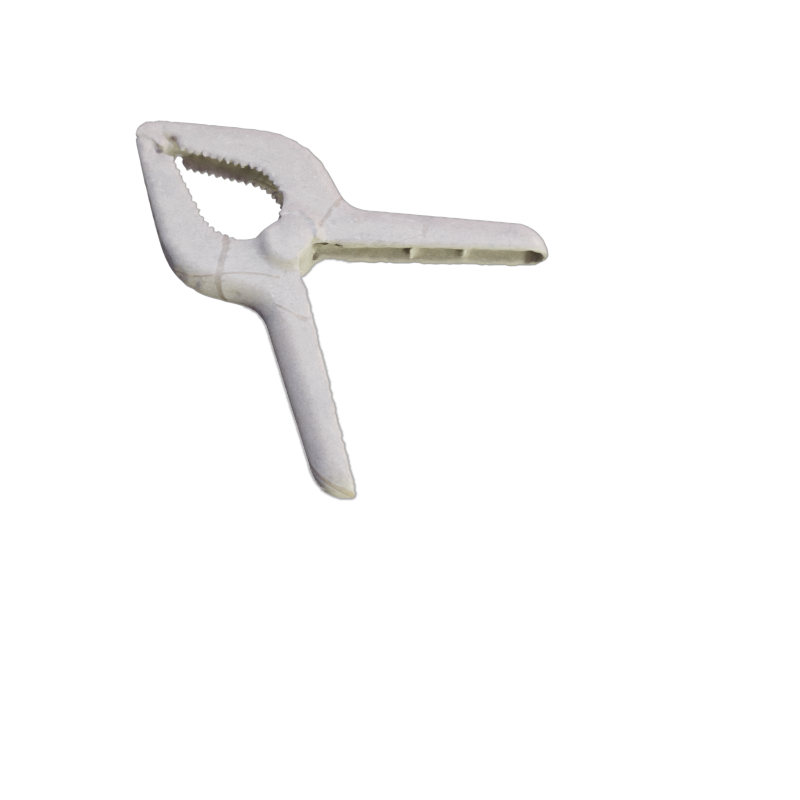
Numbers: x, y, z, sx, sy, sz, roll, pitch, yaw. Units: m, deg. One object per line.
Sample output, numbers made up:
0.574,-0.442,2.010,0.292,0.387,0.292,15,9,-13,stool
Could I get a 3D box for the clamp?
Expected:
-0.043,-0.079,0.554,0.166,0.219,0.034,-42,-17,-16,clamp
